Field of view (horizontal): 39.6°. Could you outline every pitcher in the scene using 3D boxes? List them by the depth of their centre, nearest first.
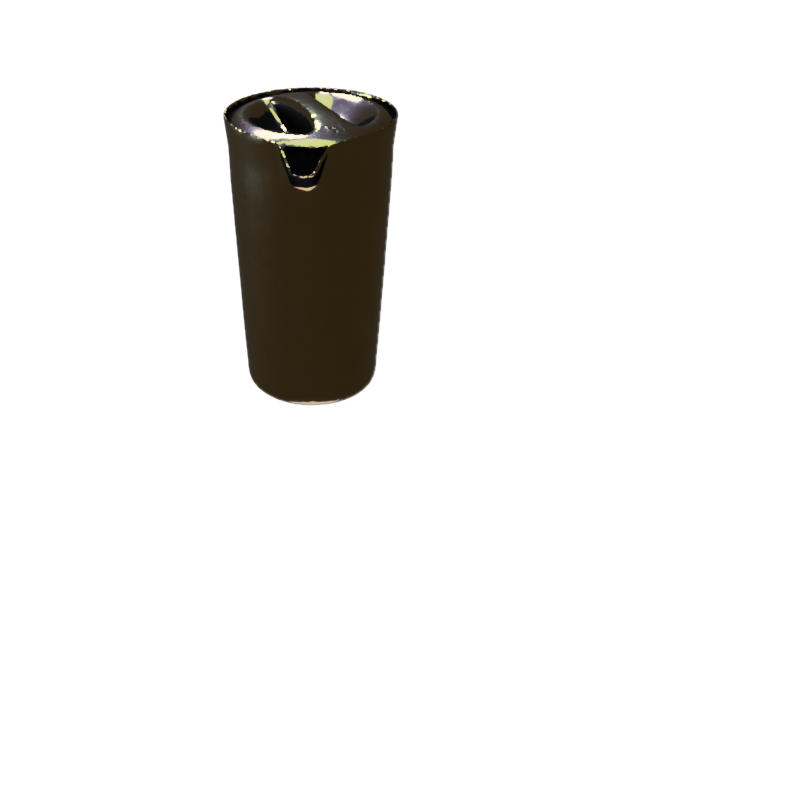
[{"bbox_3d":[-0.071,-0.129,0.903,0.148,0.230,0.155,-24,37,-39],"label":"pitcher"}]
